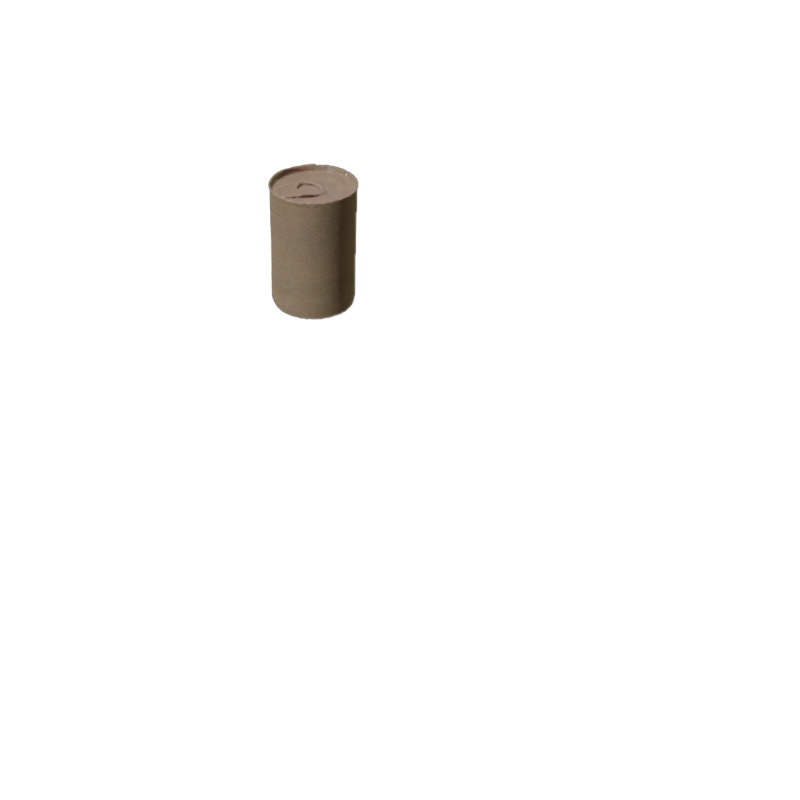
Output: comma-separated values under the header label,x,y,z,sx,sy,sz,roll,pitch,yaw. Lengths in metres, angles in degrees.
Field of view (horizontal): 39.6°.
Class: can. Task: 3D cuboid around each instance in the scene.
label,x,y,z,sx,sy,sz,roll,pitch,yaw
can,-0.067,-0.122,0.856,0.068,0.096,0.073,0,32,-3
